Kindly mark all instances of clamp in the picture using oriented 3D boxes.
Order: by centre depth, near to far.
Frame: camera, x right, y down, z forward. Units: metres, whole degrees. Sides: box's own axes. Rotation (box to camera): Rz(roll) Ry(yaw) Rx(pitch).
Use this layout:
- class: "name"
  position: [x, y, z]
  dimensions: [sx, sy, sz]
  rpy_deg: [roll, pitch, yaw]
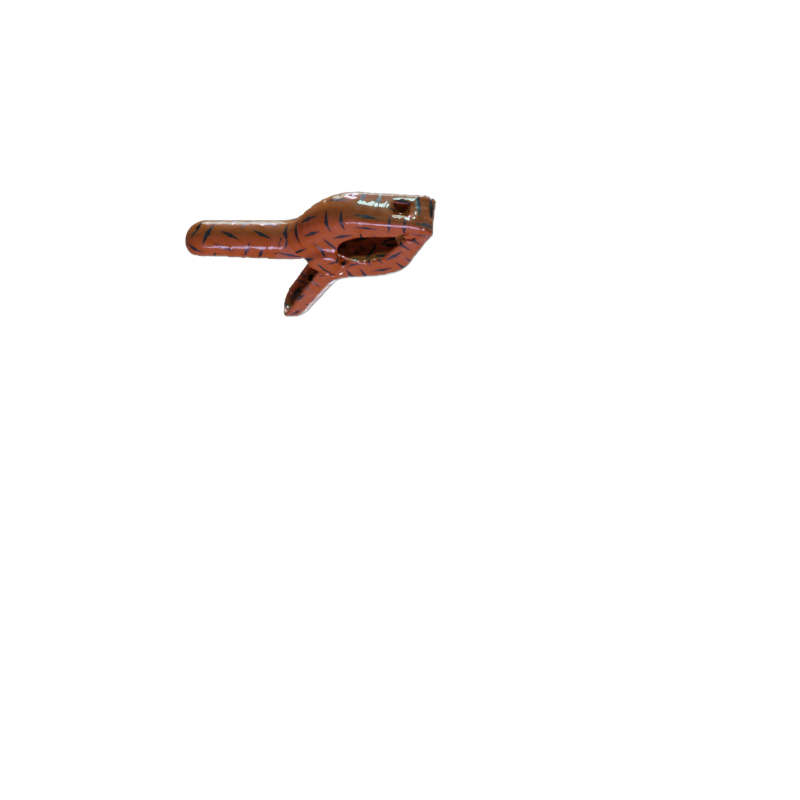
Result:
- class: "clamp"
  position: [-0.058, -0.106, 0.744]
  dimensions: [0.173, 0.041, 0.113]
  rpy_deg: [-20, -30, 40]
